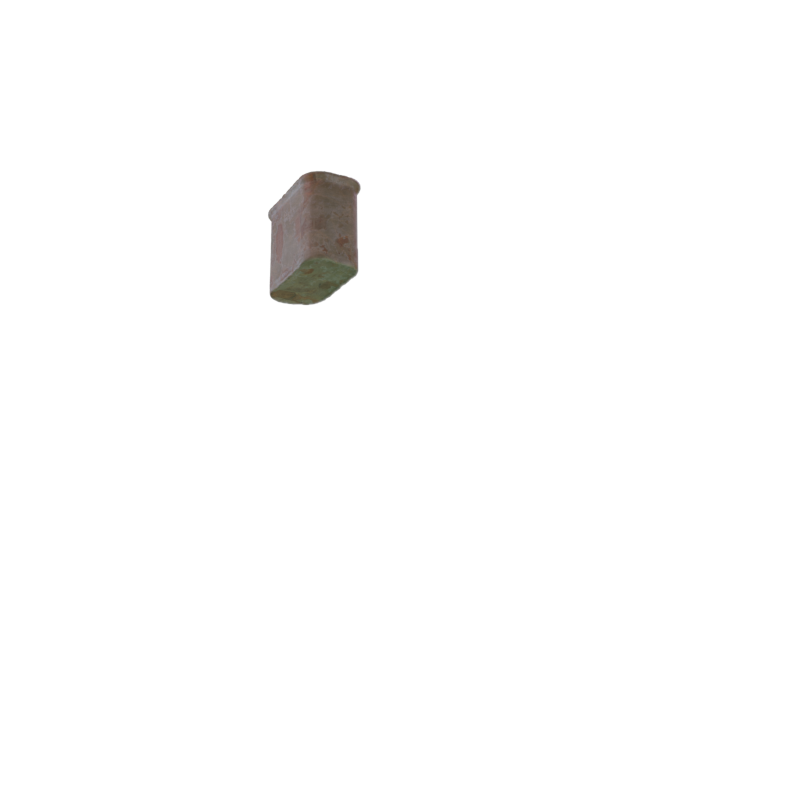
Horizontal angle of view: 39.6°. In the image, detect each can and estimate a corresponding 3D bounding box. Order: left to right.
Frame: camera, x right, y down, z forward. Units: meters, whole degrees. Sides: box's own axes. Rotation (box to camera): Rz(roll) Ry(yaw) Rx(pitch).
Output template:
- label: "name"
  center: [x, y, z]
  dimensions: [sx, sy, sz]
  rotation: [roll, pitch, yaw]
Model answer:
- label: "can"
  center: [-0.076, -0.139, 0.972]
  dimensions: [0.055, 0.088, 0.101]
  rotation: [12, -25, -27]
